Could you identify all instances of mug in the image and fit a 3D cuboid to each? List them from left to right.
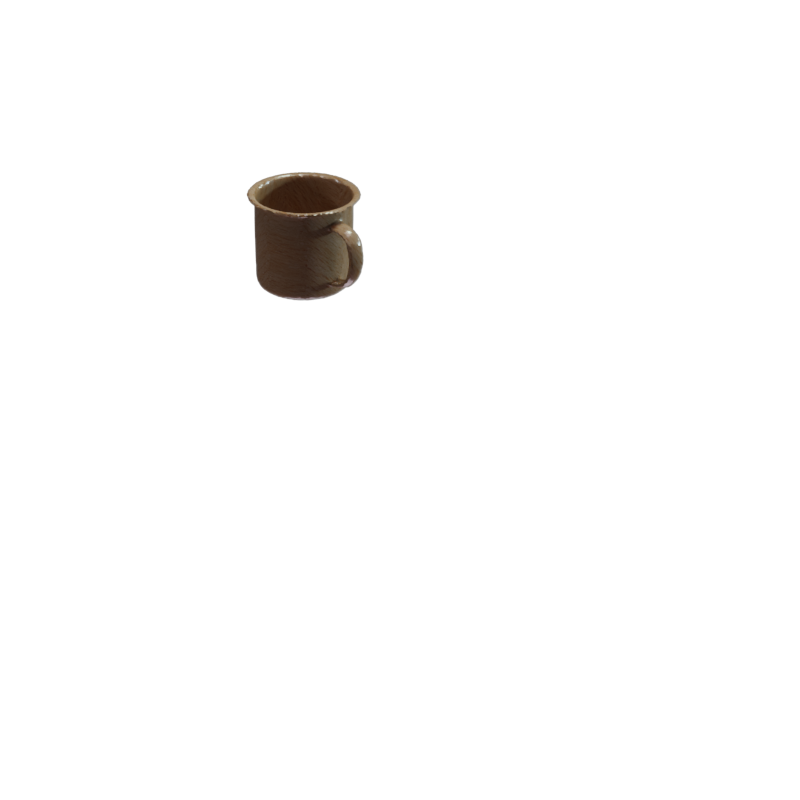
[{"bbox_3d":[-0.072,-0.131,0.916,0.092,0.077,0.125,-24,38,-37],"label":"mug"}]
